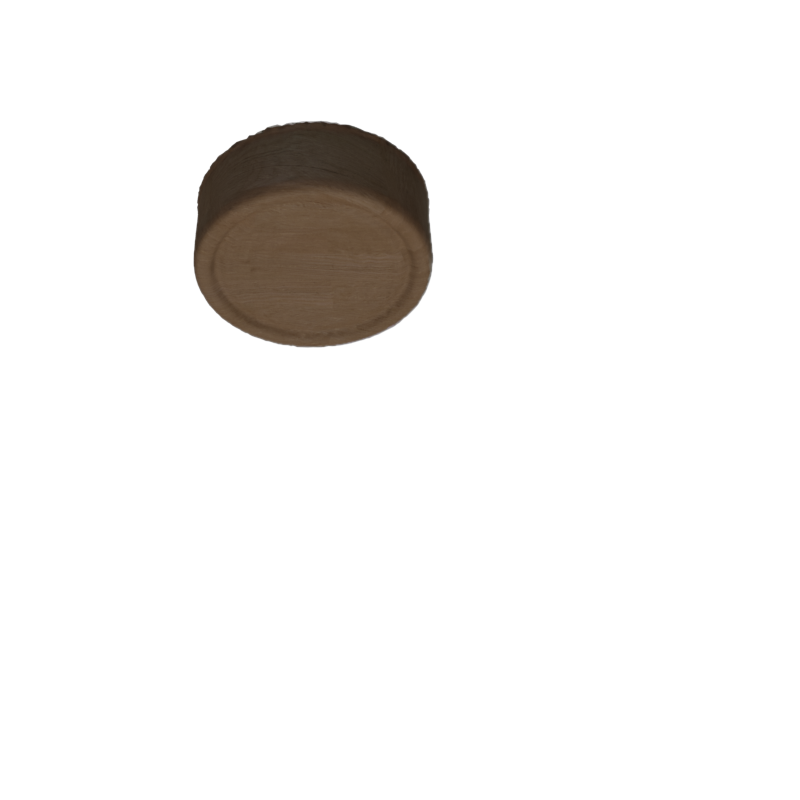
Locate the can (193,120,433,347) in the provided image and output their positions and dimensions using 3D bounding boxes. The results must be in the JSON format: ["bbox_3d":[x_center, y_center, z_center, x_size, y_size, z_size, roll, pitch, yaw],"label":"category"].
[{"bbox_3d":[-0.031,-0.057,0.398,0.086,0.036,0.080,1,-39,-2],"label":"can"}]
